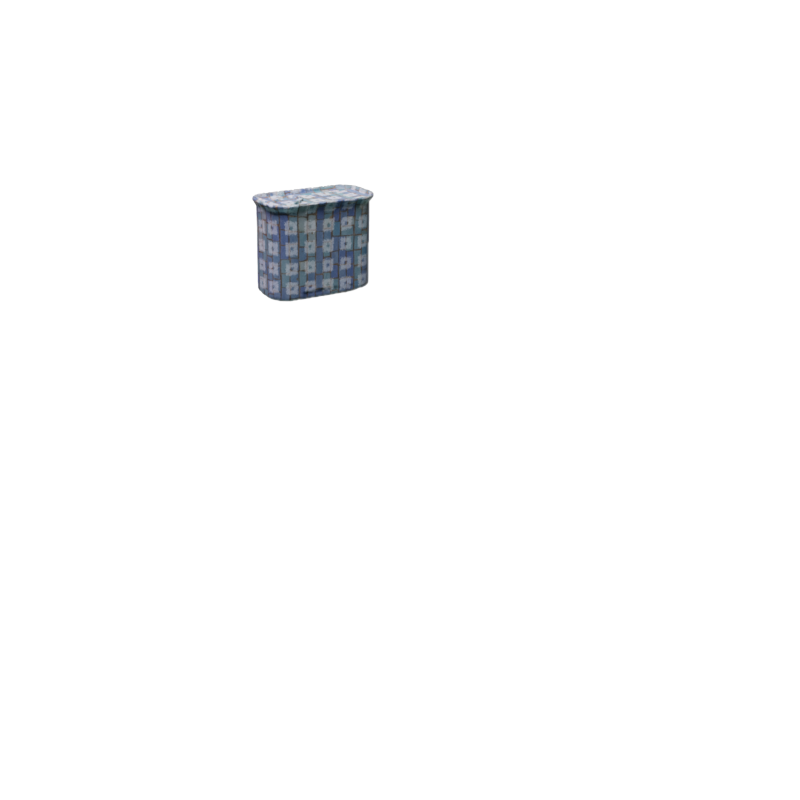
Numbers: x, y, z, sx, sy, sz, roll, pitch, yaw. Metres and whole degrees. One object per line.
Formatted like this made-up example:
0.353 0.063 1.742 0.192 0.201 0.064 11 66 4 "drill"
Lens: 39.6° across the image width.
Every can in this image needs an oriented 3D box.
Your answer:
-0.075 -0.136 0.955 0.100 0.081 0.061 -11 21 -29 "can"
